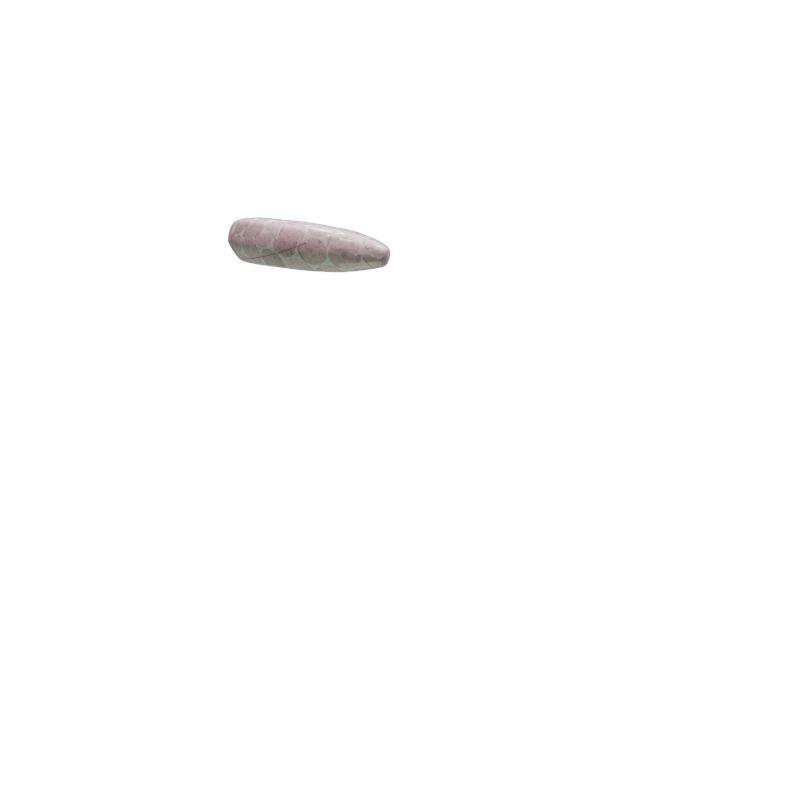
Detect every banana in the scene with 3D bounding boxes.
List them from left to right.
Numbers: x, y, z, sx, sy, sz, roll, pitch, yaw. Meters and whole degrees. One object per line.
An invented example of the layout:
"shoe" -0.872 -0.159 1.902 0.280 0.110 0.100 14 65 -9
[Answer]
"banana" -0.085 -0.122 0.858 0.067 0.036 0.207 -6 13 -30
